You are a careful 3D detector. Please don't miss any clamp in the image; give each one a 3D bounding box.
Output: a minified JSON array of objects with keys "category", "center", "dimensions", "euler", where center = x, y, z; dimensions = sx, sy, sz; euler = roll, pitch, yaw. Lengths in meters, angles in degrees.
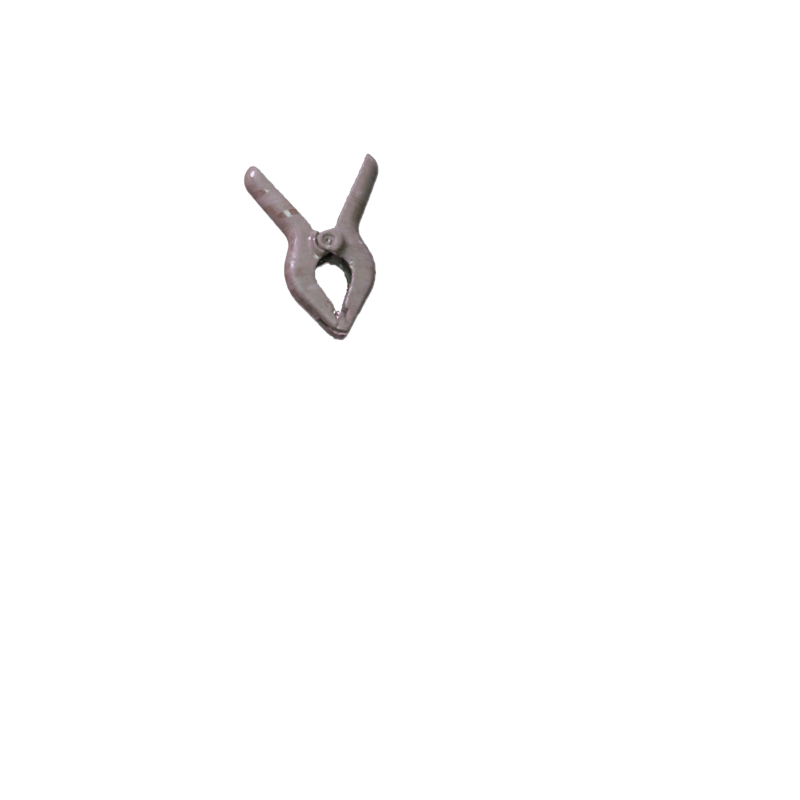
[{"category":"clamp","center":[-0.075,-0.138,0.964],"dimensions":[0.120,0.181,0.037],"euler":[-2,-23,-1]}]
